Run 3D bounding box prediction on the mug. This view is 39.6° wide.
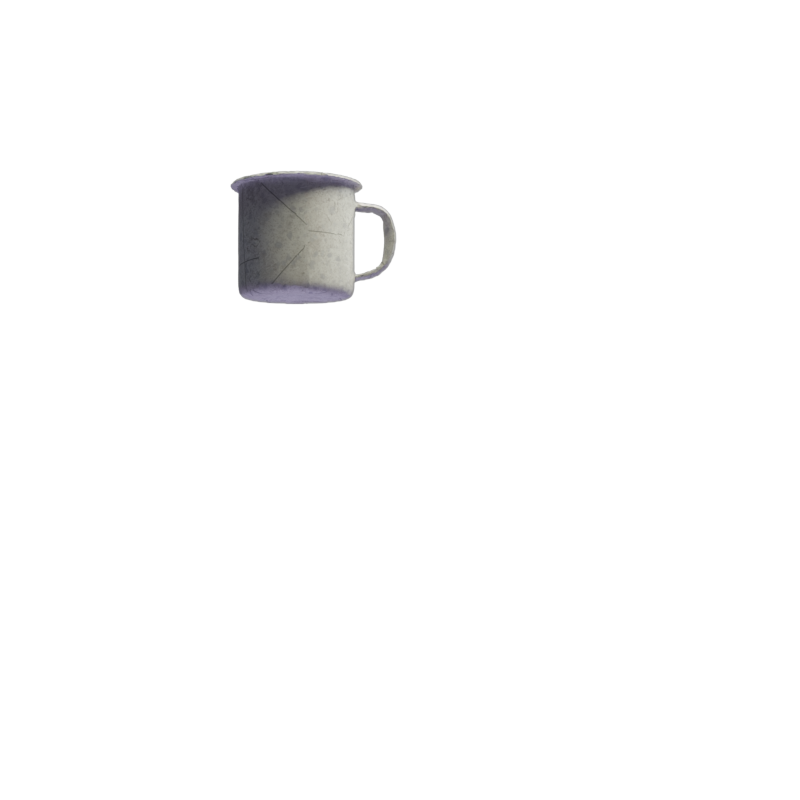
[{"bbox_3d":[-0.061,-0.111,0.780,0.116,0.083,0.093,0,-5,-8],"label":"mug"}]
